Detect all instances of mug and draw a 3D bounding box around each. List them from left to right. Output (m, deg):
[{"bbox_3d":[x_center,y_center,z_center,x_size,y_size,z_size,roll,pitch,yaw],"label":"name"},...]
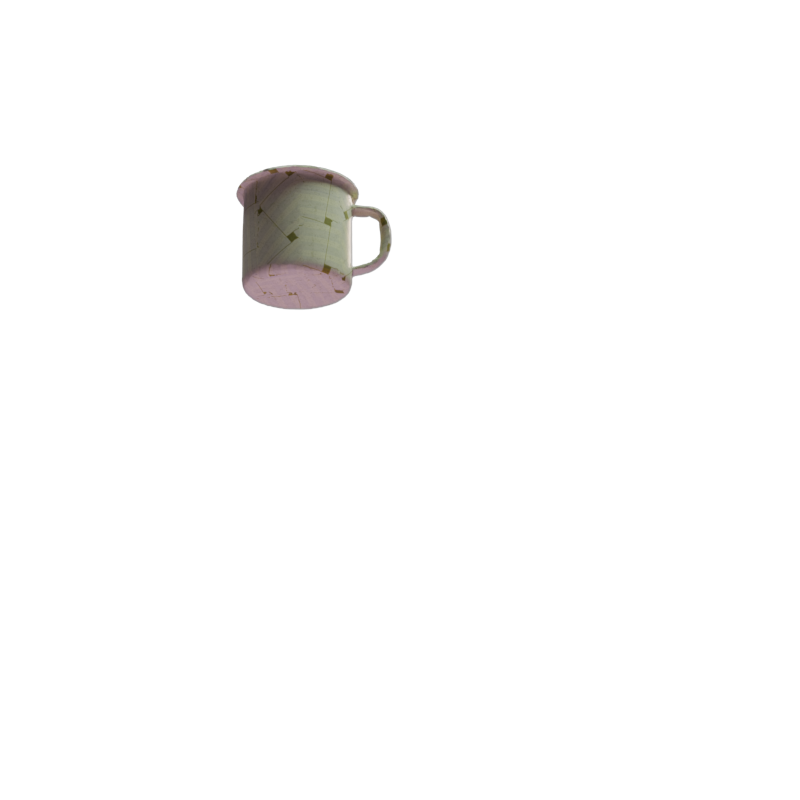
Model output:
[{"bbox_3d":[-0.065,-0.118,0.829,0.117,0.086,0.089,0,-21,-2],"label":"mug"}]
